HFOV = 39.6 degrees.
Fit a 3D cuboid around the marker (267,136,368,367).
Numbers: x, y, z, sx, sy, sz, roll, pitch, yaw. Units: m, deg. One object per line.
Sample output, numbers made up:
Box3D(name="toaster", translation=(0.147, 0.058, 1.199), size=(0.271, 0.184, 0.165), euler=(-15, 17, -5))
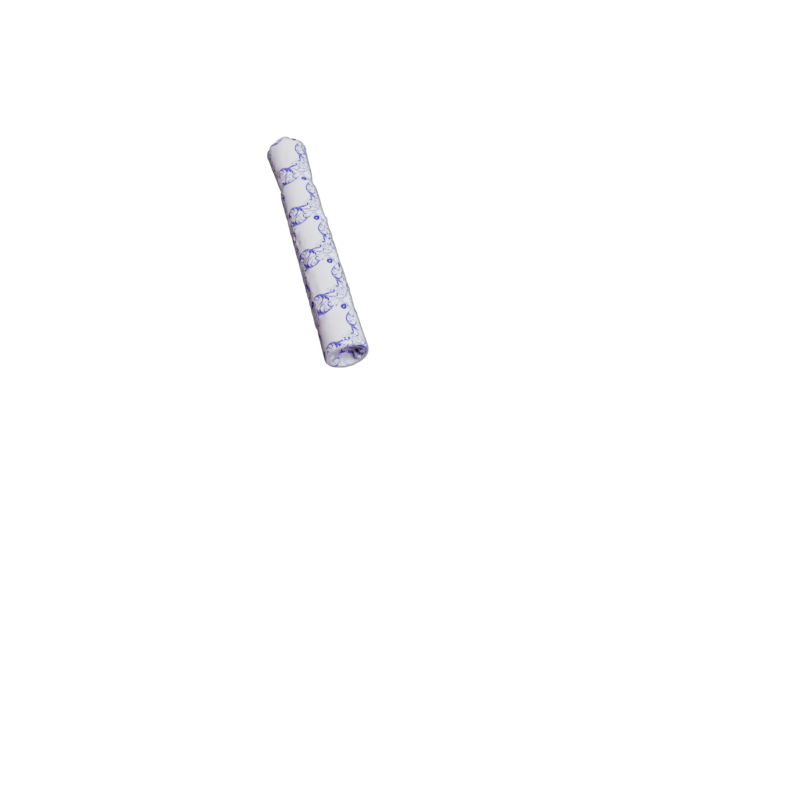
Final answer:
Box3D(name="marker", translation=(-0.038, -0.070, 0.489), size=(0.020, 0.130, 0.018), euler=(-11, -33, -9))
